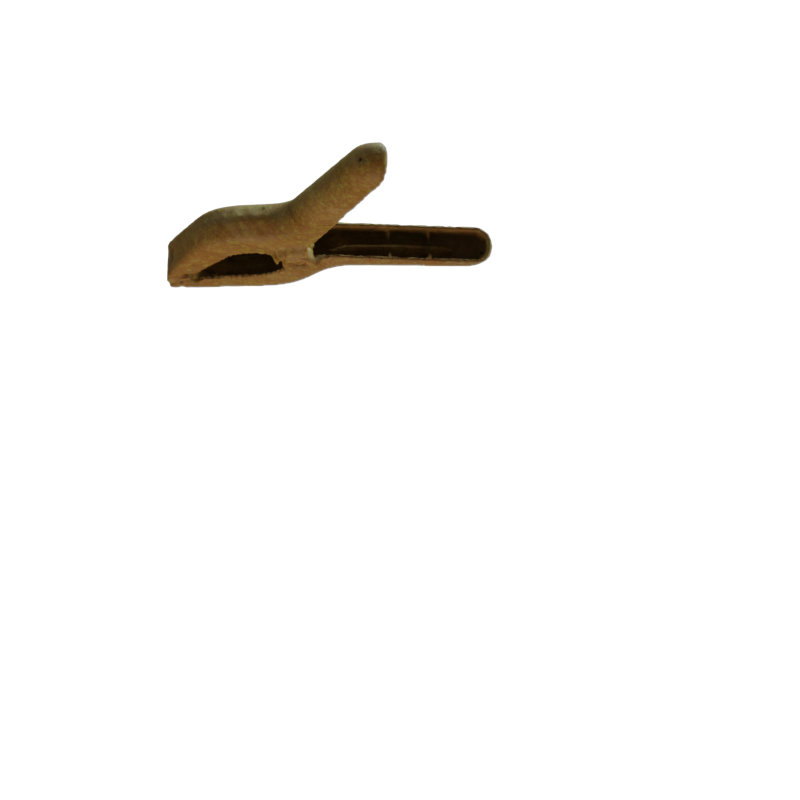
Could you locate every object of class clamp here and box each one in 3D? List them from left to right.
[{"bbox_3d":[-0.056,-0.101,0.710,0.214,0.038,0.154,-10,-18,33],"label":"clamp"}]
